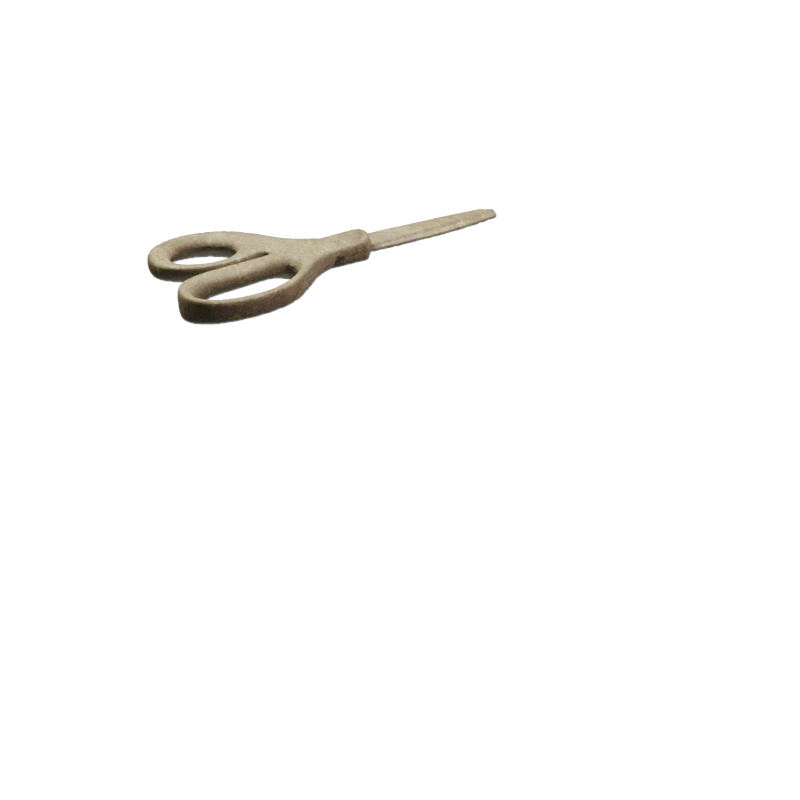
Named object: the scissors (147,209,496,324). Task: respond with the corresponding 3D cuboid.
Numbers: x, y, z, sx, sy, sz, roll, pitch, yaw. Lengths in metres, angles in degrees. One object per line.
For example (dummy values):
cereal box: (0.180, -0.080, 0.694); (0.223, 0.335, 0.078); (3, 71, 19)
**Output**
scissors: (-0.045, -0.083, 0.581); (0.102, 0.015, 0.201); (21, 35, 34)
